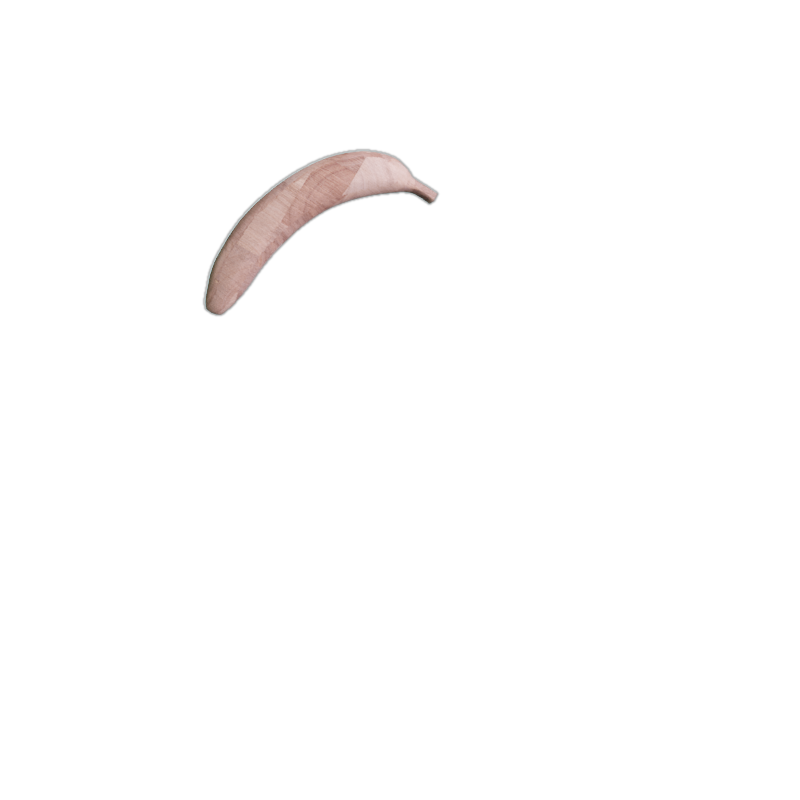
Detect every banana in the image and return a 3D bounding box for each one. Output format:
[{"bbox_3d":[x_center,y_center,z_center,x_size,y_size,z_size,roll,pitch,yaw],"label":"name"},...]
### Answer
[{"bbox_3d":[-0.071,-0.138,0.837,0.198,0.071,0.036,-28,-4,-3],"label":"banana"}]
